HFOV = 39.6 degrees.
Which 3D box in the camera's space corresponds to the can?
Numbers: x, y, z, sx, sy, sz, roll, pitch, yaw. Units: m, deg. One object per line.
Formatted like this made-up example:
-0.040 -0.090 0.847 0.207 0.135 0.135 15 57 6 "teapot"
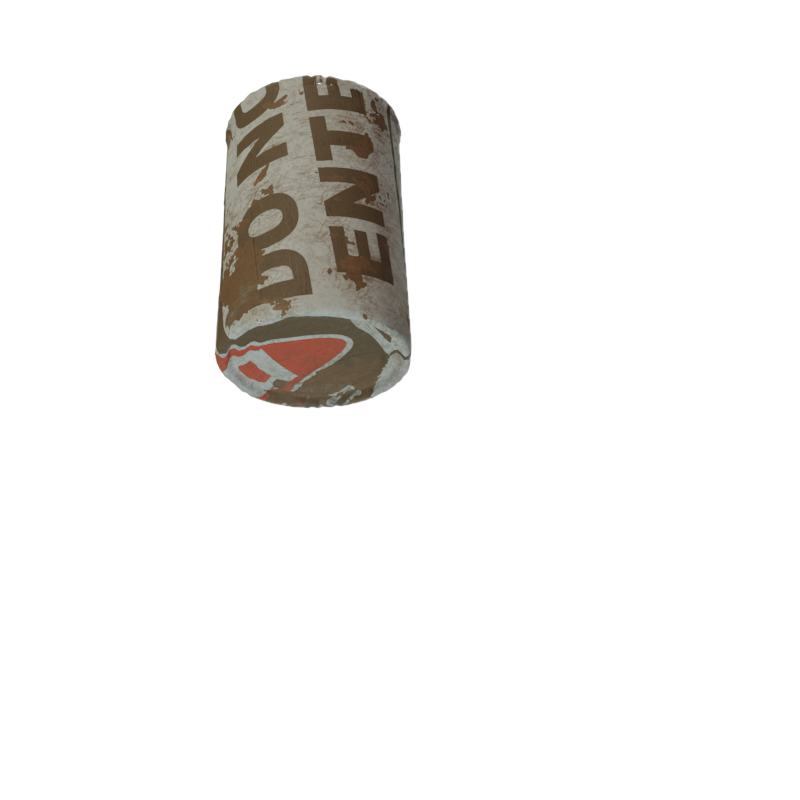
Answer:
-0.031 -0.057 0.402 0.068 0.109 0.064 -1 -33 -2 "can"
